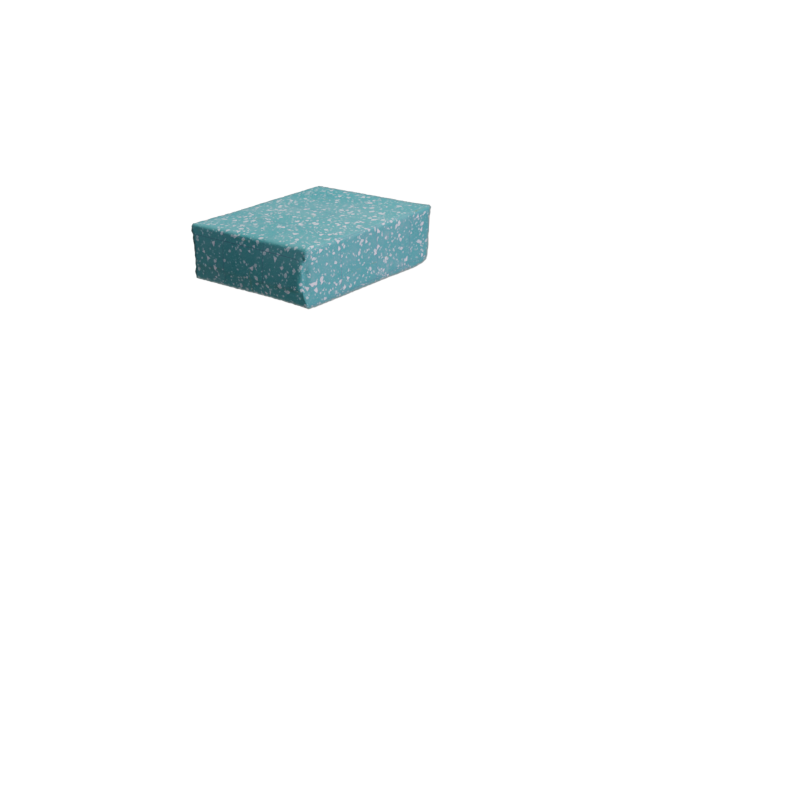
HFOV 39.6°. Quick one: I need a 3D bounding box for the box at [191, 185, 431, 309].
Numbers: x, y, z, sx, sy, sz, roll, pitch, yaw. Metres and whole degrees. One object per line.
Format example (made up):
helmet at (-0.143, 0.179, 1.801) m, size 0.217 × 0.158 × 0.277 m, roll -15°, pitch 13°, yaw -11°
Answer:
box at (-0.050, -0.092, 0.643) m, size 0.095 × 0.037 × 0.112 m, roll 17°, pitch 28°, yaw 36°
